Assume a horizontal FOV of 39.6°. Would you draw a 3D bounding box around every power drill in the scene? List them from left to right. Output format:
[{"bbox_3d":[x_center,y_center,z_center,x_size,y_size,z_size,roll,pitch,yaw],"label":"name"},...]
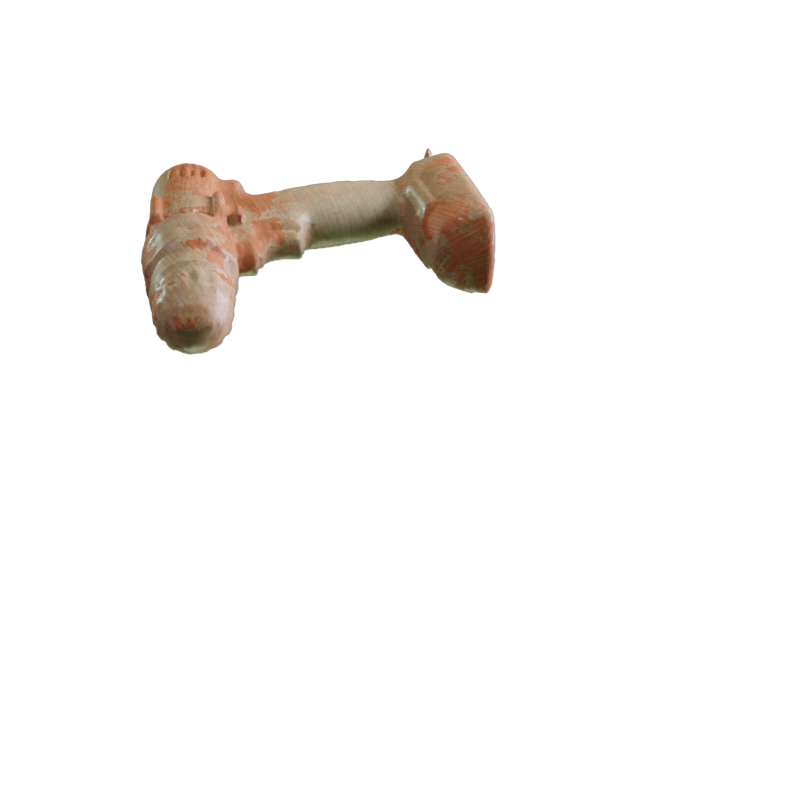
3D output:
[{"bbox_3d":[-0.048,-0.087,0.609,0.186,0.054,0.197,-5,32,-8],"label":"power drill"}]
